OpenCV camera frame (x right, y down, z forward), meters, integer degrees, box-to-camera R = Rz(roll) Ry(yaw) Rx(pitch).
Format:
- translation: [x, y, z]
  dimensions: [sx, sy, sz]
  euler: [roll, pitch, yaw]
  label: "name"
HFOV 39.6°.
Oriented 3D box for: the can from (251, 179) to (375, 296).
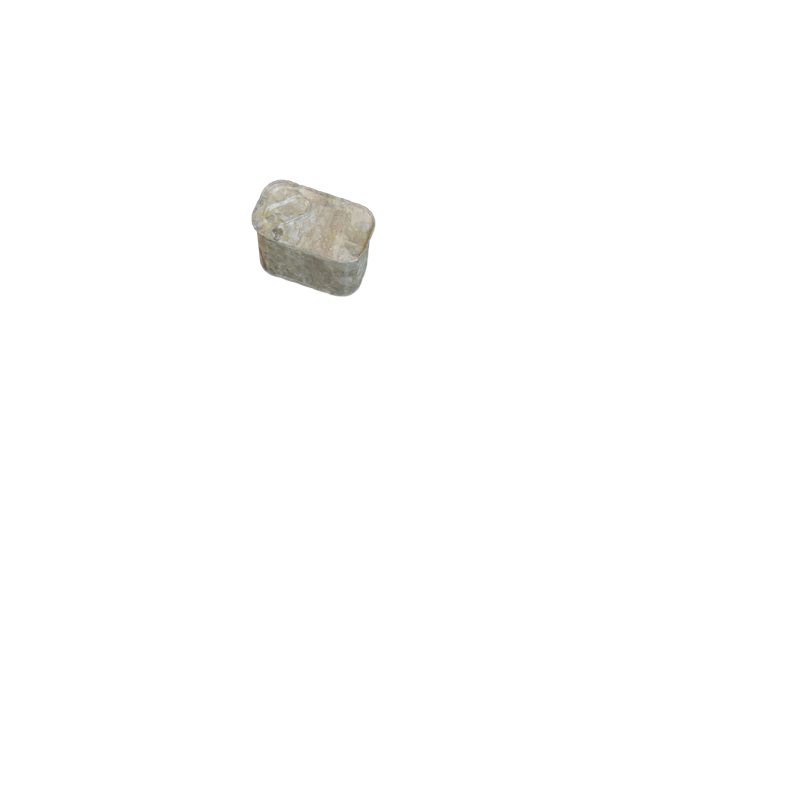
- translation: [-0.076, -0.138, 0.968]
  dimensions: [0.104, 0.060, 0.080]
  euler: [20, -21, 6]
  label: "can"
